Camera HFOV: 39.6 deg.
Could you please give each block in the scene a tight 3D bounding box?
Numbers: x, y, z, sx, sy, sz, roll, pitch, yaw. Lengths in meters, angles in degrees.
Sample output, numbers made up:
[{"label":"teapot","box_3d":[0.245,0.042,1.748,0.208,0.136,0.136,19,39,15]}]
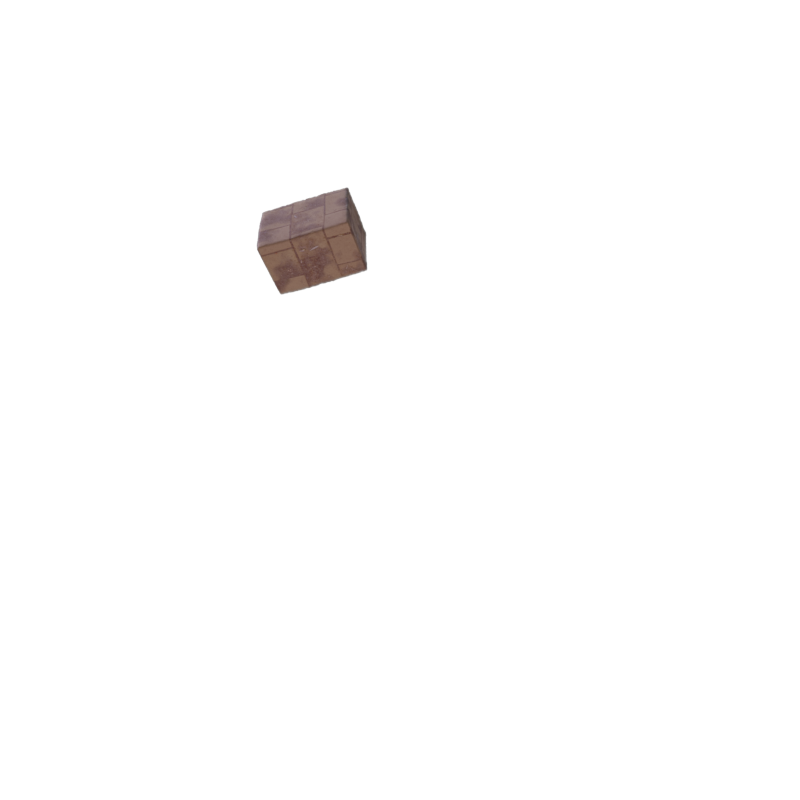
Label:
[{"label":"block","box_3d":[-0.071,-0.129,0.903,0.078,0.049,0.055,-15,39,10]}]
